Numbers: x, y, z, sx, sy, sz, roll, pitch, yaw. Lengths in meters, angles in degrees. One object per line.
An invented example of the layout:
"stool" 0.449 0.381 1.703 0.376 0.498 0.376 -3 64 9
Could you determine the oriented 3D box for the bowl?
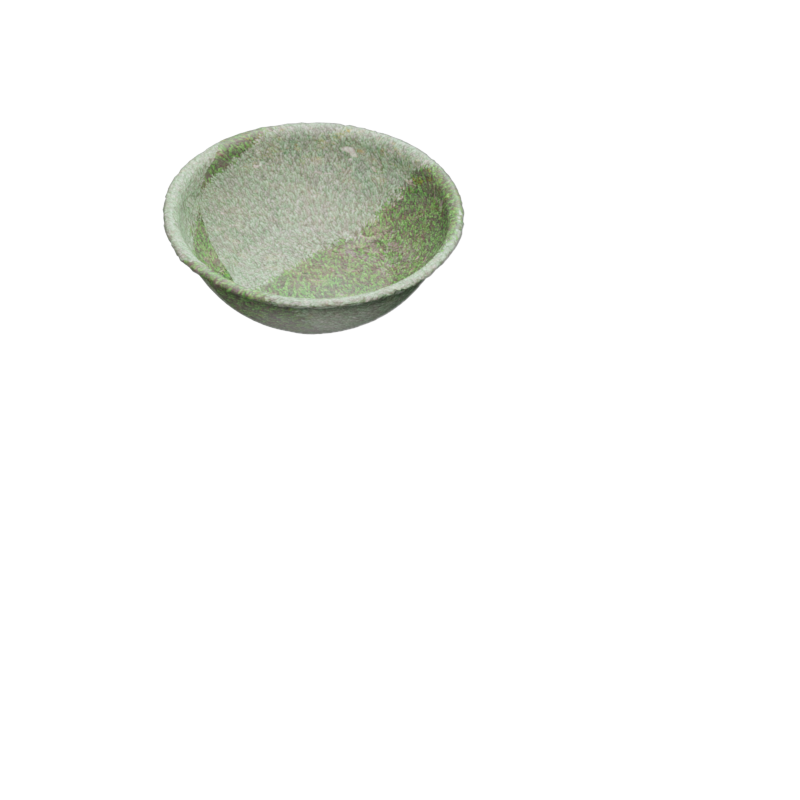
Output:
"bowl" -0.048 -0.087 0.610 0.162 0.051 0.174 -1 44 -1
